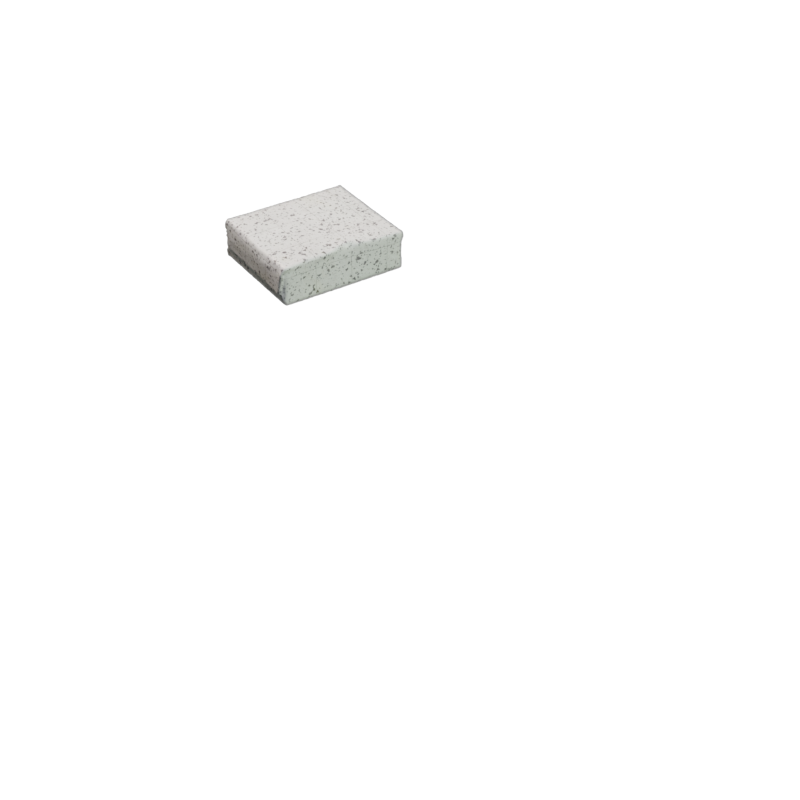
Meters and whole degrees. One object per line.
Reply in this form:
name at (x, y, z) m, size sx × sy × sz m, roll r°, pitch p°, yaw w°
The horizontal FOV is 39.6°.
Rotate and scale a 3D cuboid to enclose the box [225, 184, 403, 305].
box at (-0.055, -0.099, 0.696) m, size 0.088 × 0.028 × 0.079 m, roll -21°, pitch 41°, yaw -27°
